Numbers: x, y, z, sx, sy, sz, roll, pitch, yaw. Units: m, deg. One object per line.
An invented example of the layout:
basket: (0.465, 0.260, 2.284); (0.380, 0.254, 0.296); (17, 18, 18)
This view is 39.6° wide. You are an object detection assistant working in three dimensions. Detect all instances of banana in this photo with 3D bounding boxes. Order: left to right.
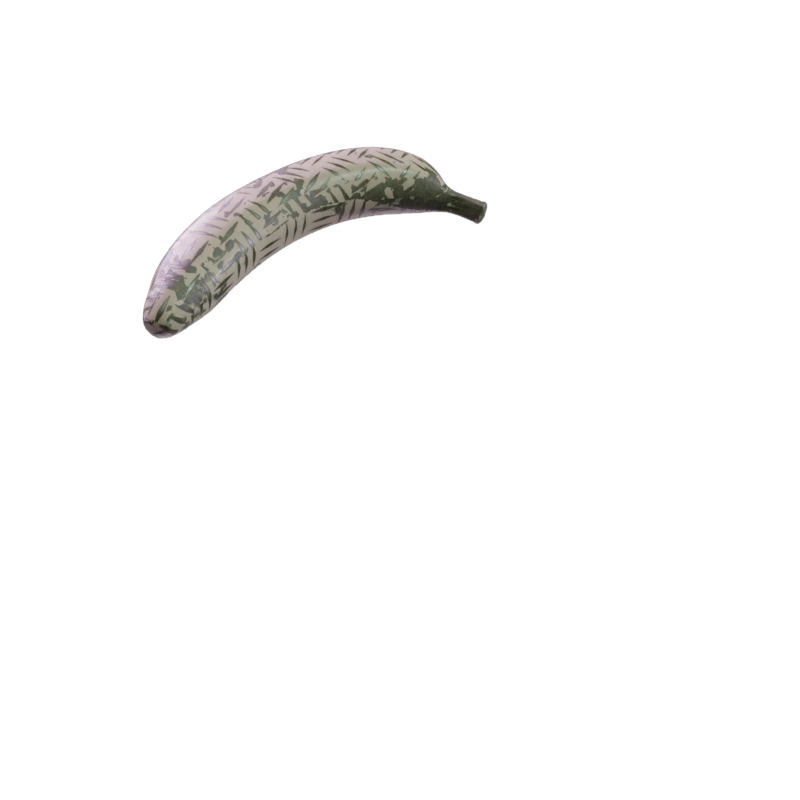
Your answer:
banana: (-0.050, -0.090, 0.557); (0.196, 0.034, 0.075); (-25, 47, -26)
